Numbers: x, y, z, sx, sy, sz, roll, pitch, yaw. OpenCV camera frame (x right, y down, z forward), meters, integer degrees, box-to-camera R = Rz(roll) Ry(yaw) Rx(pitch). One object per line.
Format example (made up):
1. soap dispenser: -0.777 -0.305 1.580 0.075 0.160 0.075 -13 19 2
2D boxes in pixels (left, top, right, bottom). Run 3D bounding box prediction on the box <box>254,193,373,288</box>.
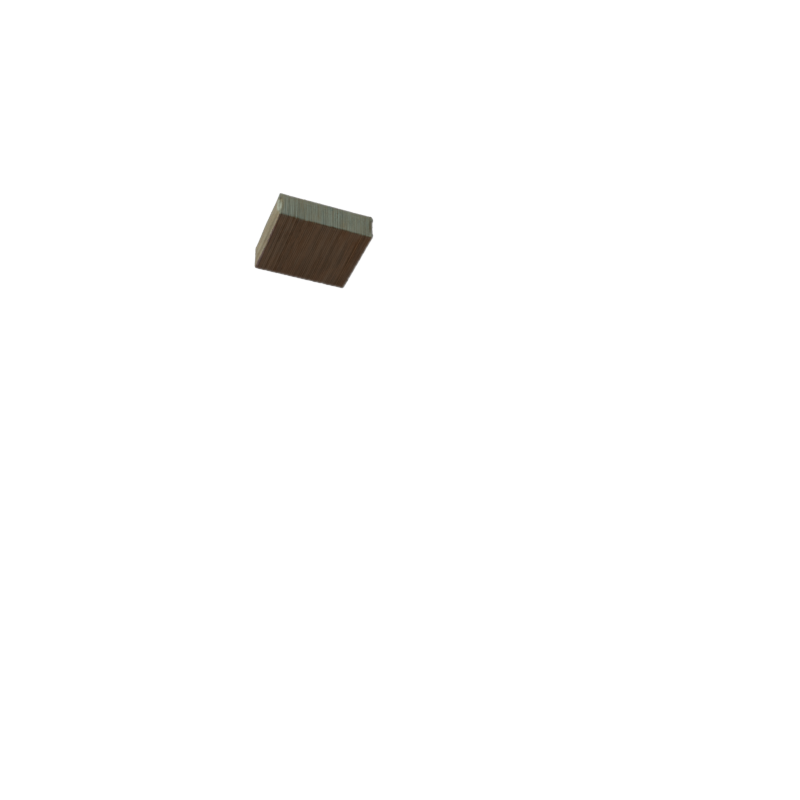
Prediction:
1. box: -0.077 -0.141 0.989 0.087 0.032 0.070 13 -41 -16
